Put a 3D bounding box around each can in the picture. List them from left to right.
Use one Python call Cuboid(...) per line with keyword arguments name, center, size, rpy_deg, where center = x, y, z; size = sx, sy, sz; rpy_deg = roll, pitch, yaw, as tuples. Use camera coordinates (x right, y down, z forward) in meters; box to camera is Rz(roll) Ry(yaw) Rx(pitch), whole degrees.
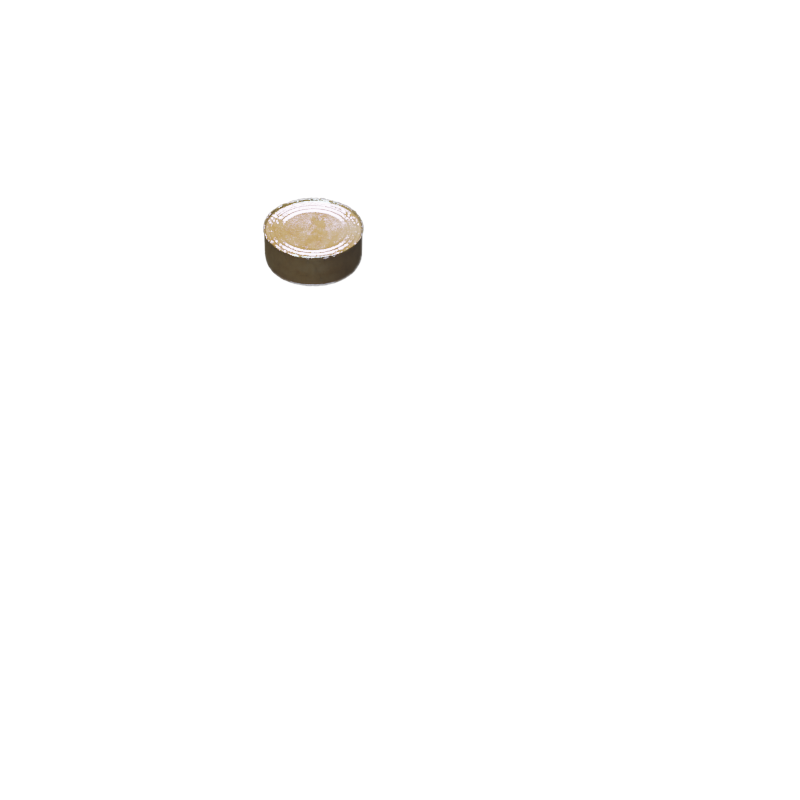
Cuboid(name="can", center=(-0.075, -0.136, 0.954), size=(0.086, 0.031, 0.092), rpy_deg=(-1, 42, -2))
